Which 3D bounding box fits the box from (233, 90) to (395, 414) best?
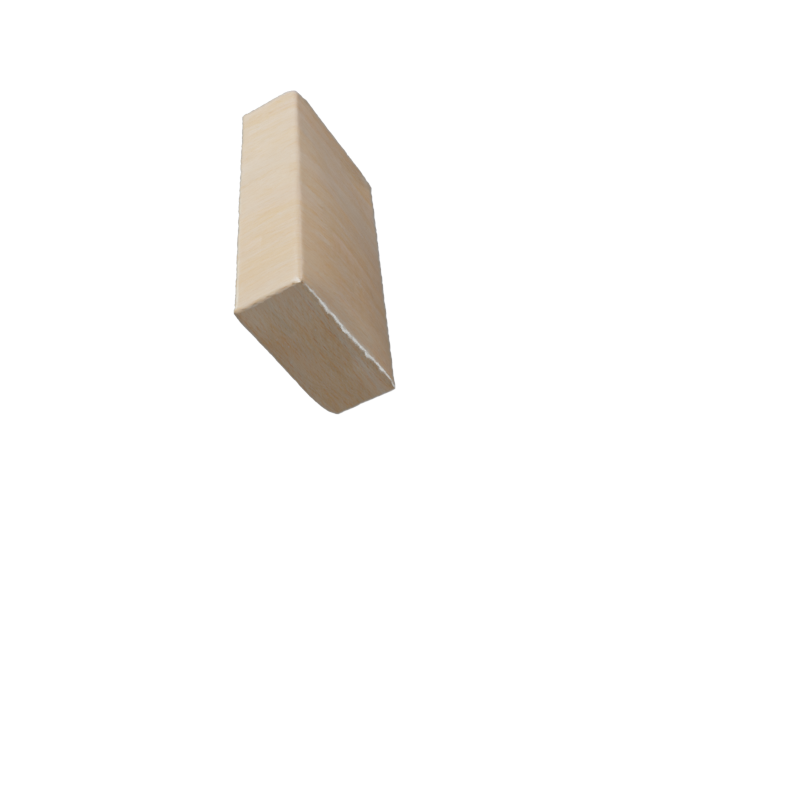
[{"bbox_3d":[-0.048,-0.088,0.613,0.048,0.189,0.086,-25,-49,20],"label":"box"}]
